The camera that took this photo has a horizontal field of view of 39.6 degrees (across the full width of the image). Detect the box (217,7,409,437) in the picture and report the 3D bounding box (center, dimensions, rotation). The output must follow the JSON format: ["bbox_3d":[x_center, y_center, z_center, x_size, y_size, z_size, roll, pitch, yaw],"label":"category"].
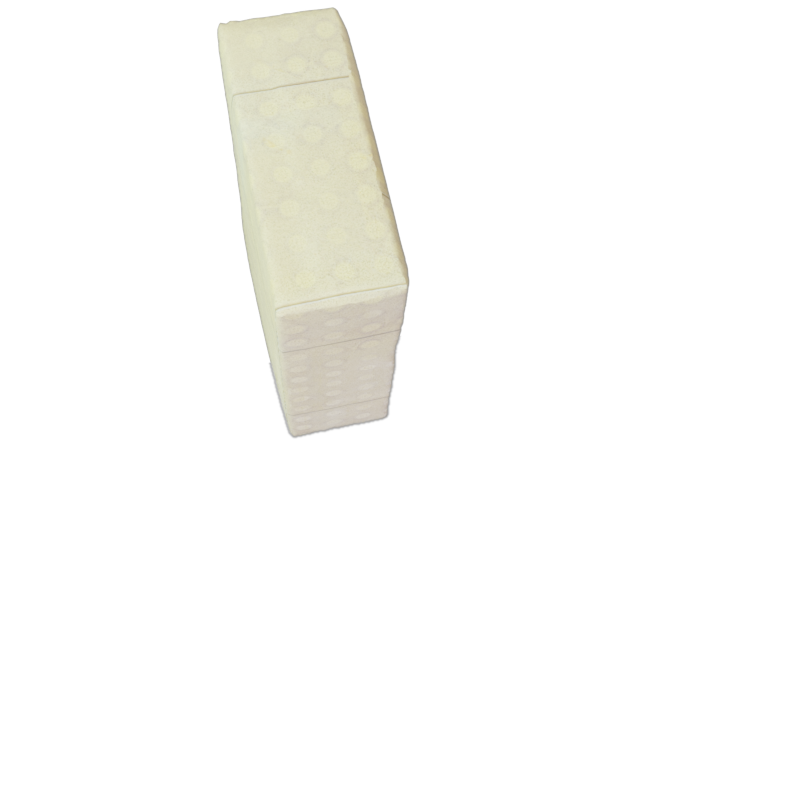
[{"bbox_3d":[-0.049,-0.089,0.623,0.071,0.173,0.204,-11,-19,-8],"label":"box"}]
